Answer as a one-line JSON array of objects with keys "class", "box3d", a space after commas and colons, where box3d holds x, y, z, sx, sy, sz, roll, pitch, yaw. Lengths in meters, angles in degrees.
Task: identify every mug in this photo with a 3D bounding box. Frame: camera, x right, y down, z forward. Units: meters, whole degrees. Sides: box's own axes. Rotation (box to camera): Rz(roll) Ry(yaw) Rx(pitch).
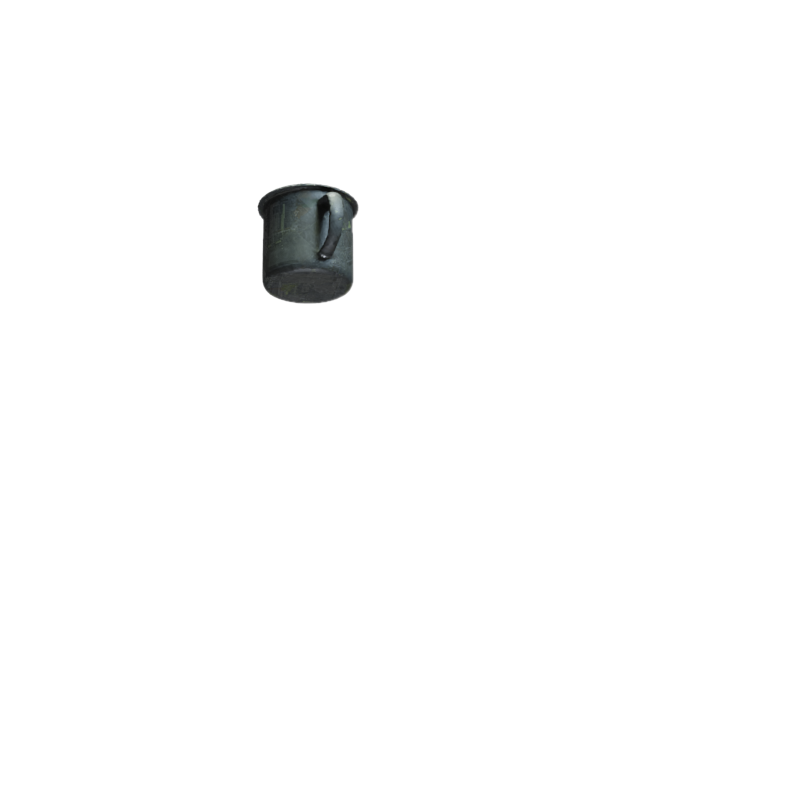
[{"class": "mug", "box3d": [-0.078, -0.142, 0.992, 0.090, 0.086, 0.115, 10, -24, -25]}]
